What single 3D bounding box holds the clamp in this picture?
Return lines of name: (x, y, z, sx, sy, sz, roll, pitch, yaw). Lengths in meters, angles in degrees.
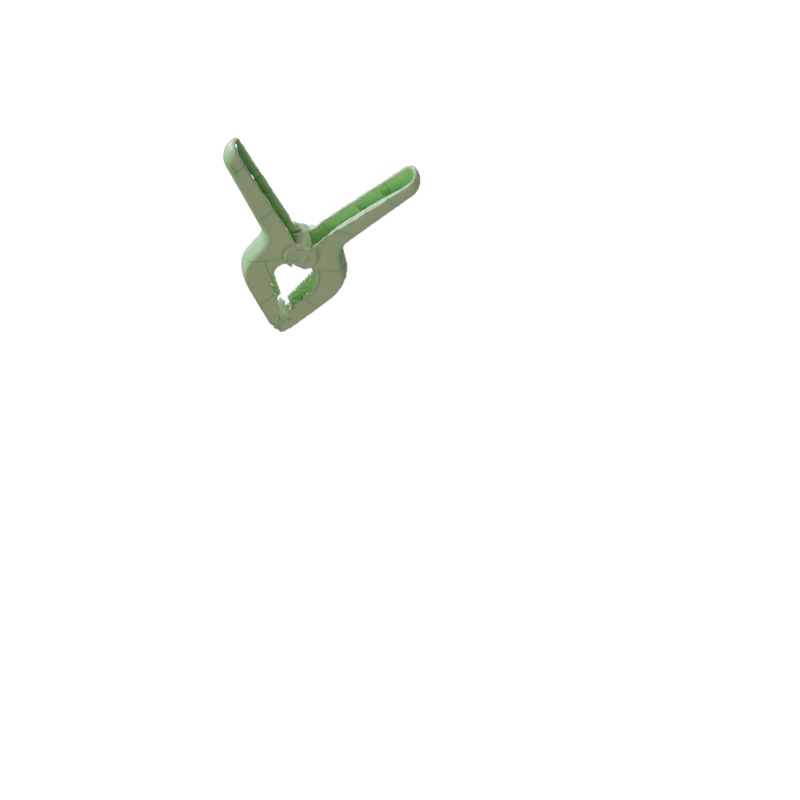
clamp: (-0.076, -0.139, 0.970, 0.163, 0.039, 0.197, 5, -43, -6)
